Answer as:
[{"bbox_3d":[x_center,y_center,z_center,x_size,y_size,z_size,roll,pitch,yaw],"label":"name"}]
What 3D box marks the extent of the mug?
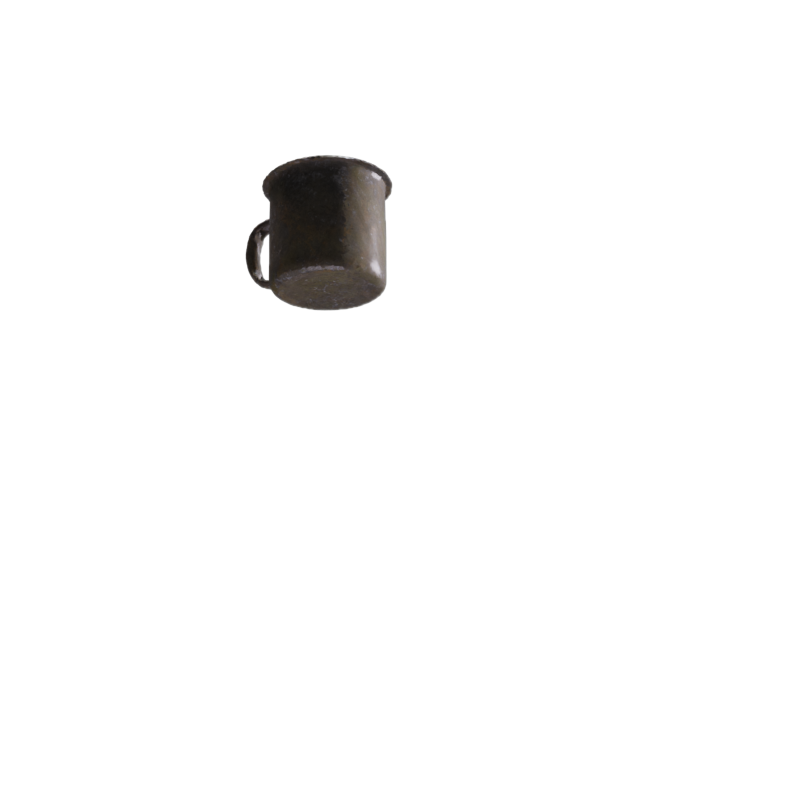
[{"bbox_3d":[-0.061,-0.112,0.782,0.119,0.086,0.087,-12,-24,29],"label":"mug"}]
